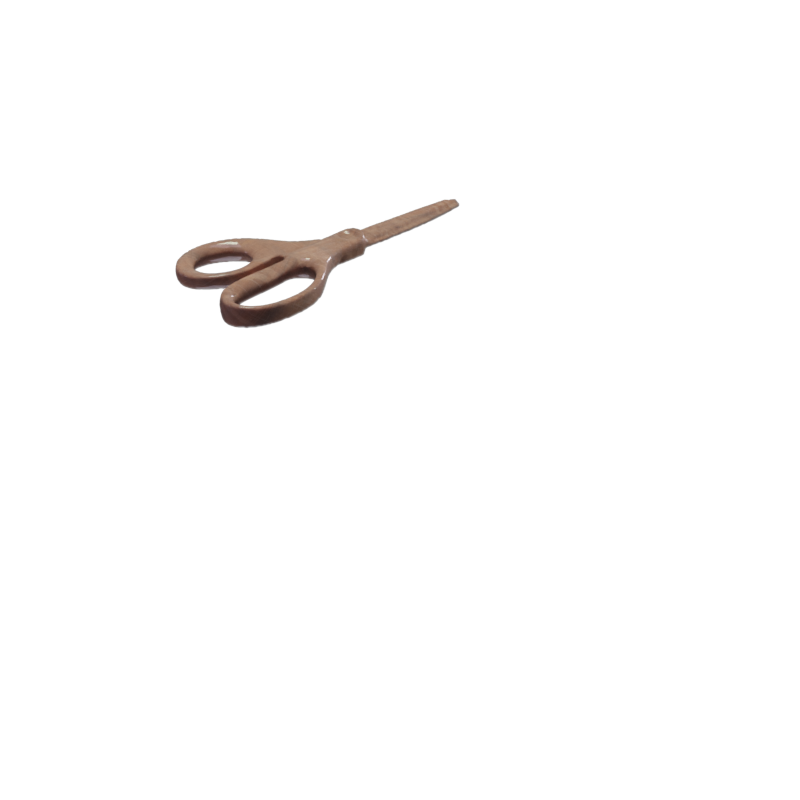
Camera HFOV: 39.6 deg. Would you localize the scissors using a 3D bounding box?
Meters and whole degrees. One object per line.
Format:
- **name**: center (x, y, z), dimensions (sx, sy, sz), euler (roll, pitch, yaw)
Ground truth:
- **scissors**: center (-0.051, -0.094, 0.656), dimensions (0.101, 0.015, 0.204), euler (16, 34, 25)
